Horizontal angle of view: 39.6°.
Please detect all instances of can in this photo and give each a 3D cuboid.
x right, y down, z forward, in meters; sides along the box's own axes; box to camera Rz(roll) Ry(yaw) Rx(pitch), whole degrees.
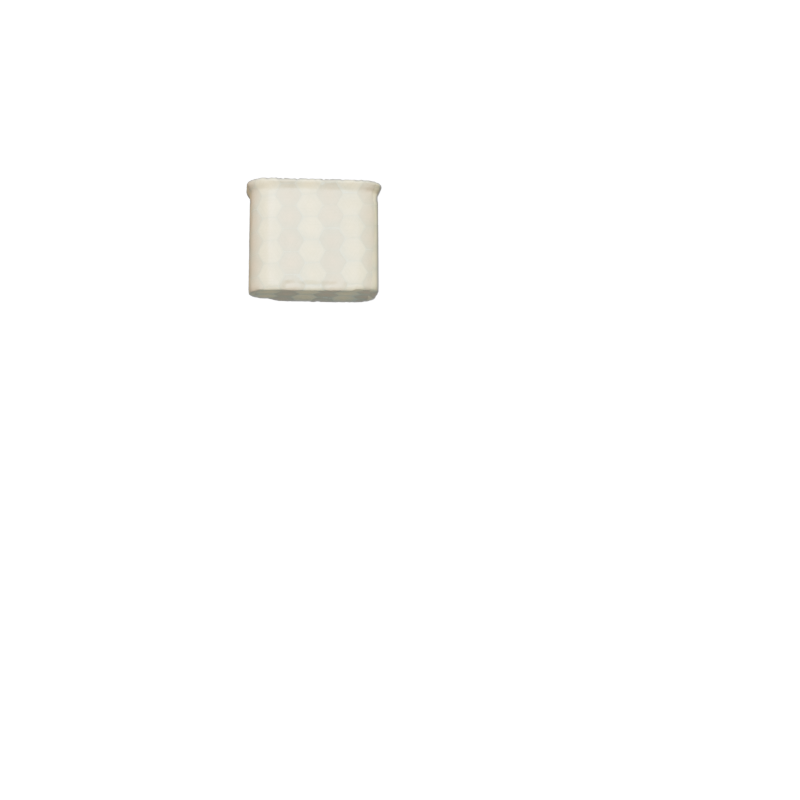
[{"bbox_3d":[-0.065,-0.119,0.835,0.101,0.086,0.056,0,-10,-6],"label":"can"}]
